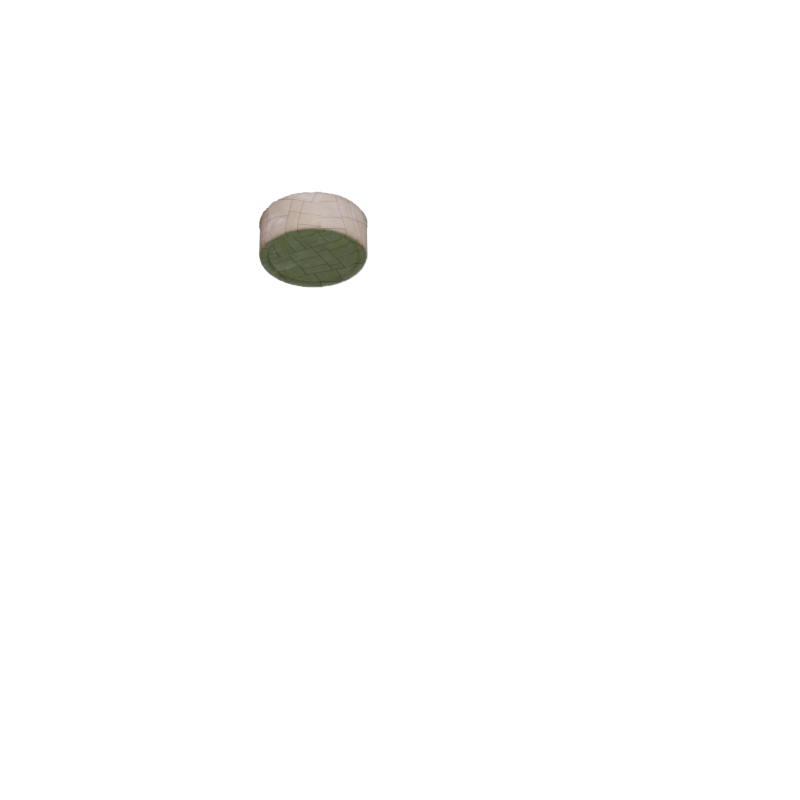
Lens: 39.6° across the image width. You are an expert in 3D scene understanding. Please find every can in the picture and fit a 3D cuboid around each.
[{"bbox_3d":[-0.068,-0.124,0.867,0.086,0.036,0.081,1,-30,-2],"label":"can"}]
